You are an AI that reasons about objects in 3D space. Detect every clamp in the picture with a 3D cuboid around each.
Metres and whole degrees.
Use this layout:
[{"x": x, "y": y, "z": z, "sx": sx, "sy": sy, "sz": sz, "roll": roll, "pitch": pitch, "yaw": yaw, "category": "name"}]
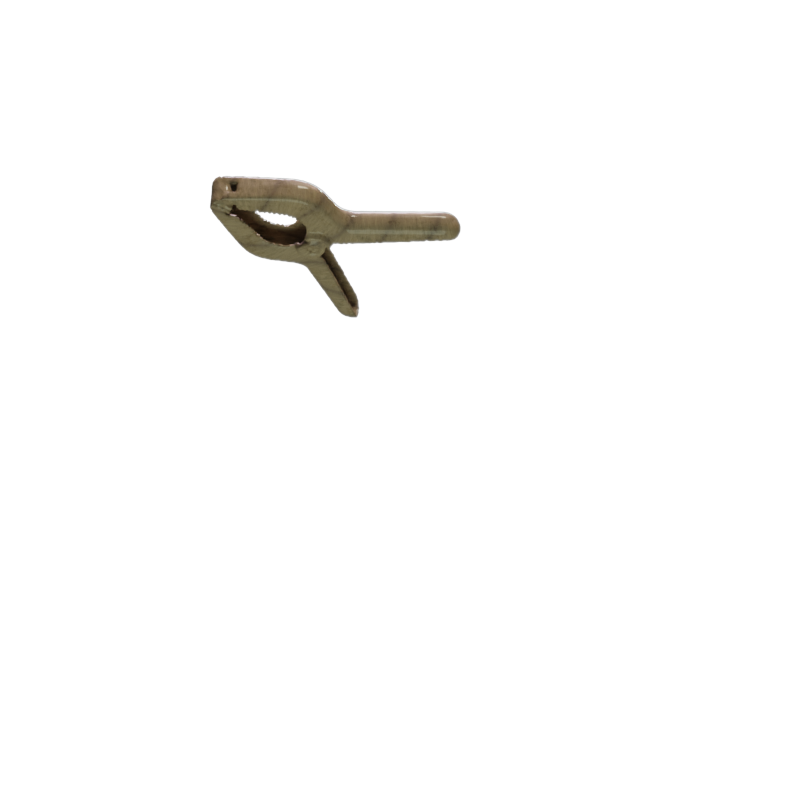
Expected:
[{"x": -0.076, "y": -0.139, "z": 0.975, "sx": 0.202, "sy": 0.039, "sz": 0.160, "roll": 16, "pitch": -36, "yaw": -23, "category": "clamp"}]
